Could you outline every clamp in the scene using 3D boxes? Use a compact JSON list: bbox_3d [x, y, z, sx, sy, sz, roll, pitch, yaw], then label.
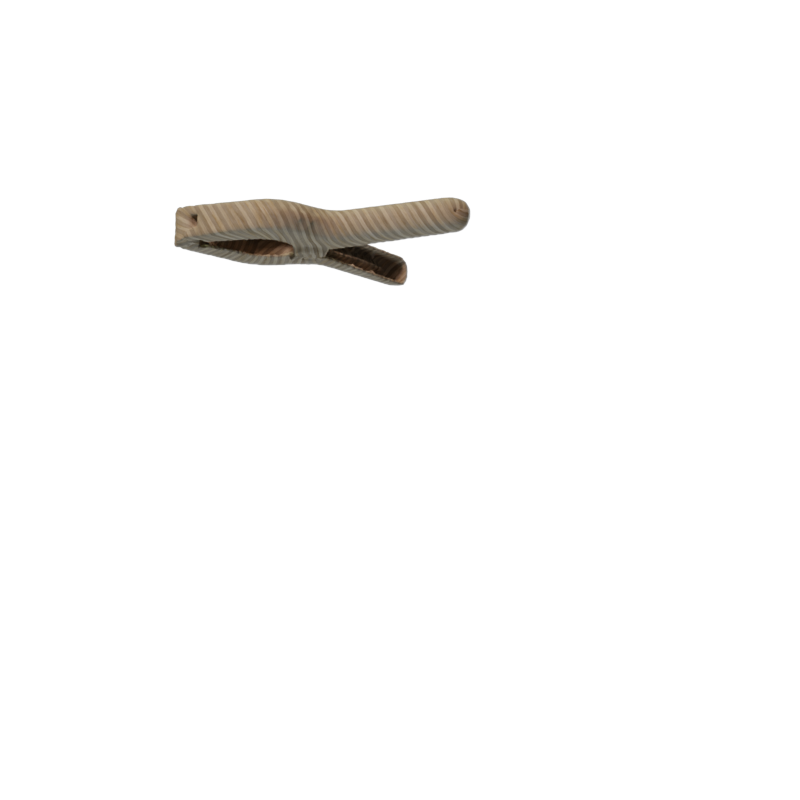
[{"bbox_3d":[-0.067,-0.121,0.850,0.208,0.038,0.160,1,-12,-7],"label":"clamp"}]
